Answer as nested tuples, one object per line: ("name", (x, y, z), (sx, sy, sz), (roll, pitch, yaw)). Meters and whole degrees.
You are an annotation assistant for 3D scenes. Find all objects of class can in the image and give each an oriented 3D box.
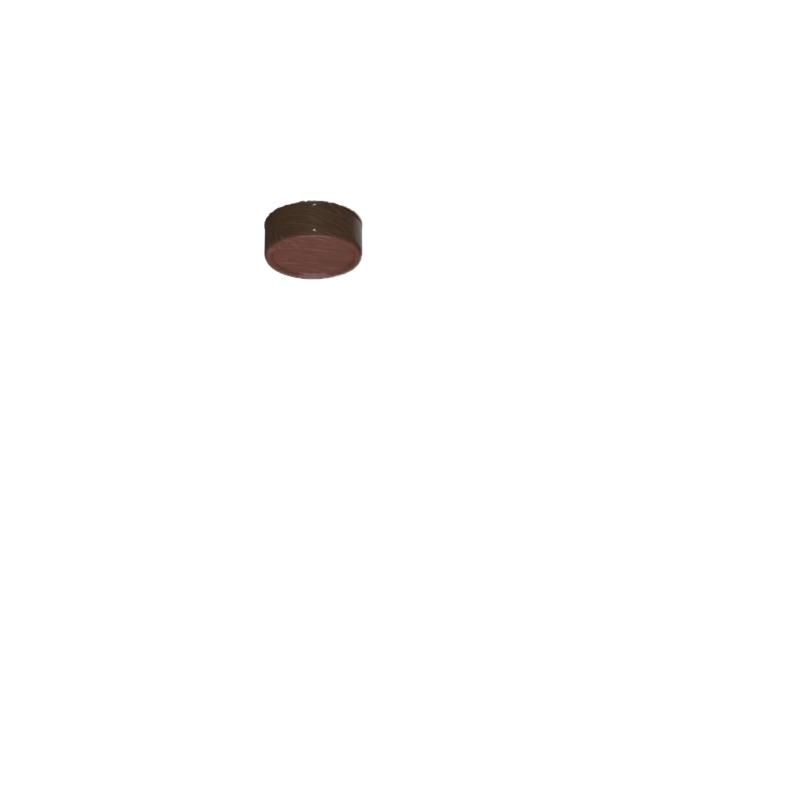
("can", (-0.075, -0.136, 0.956), (0.086, 0.035, 0.081), (0, -22, -2))
